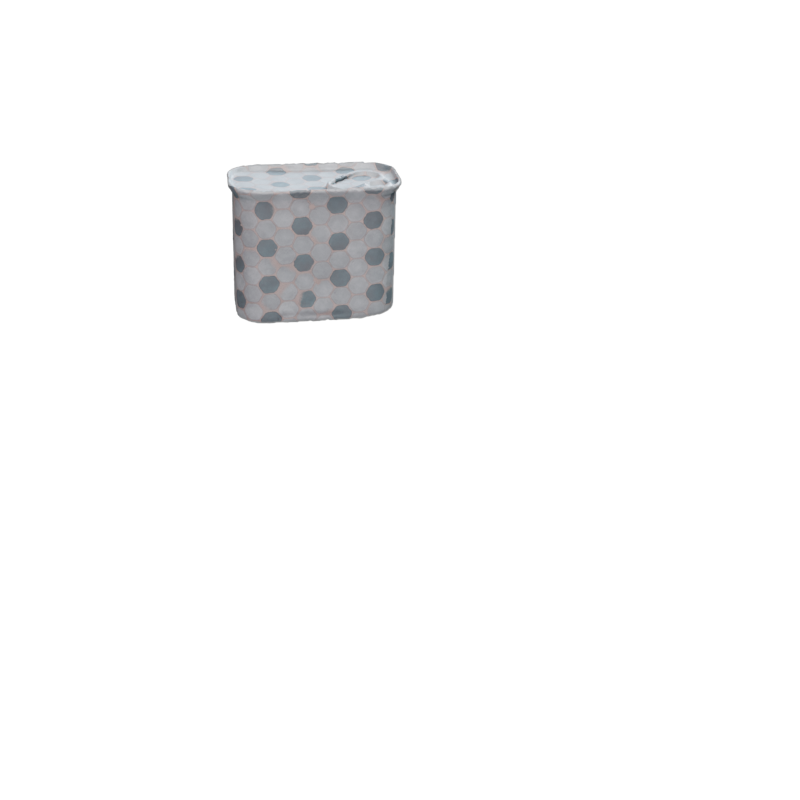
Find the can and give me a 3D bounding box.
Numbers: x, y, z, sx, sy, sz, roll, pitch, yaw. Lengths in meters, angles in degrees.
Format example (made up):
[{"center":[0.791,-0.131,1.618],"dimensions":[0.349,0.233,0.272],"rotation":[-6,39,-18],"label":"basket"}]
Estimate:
[{"center":[-0.052,-0.096,0.669],"dimensions":[0.101,0.080,0.061],"rotation":[-3,23,-7],"label":"can"}]
